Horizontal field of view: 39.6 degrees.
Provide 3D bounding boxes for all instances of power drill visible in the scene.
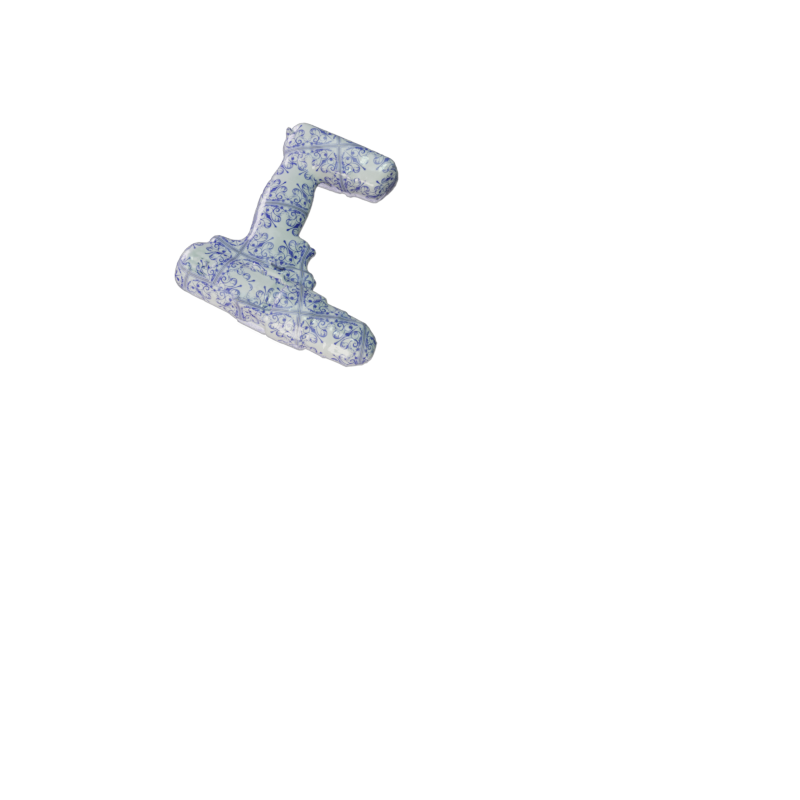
[{"bbox_3d":[-0.074,-0.136,0.952,0.189,0.193,0.054,25,-23,11],"label":"power drill"}]
